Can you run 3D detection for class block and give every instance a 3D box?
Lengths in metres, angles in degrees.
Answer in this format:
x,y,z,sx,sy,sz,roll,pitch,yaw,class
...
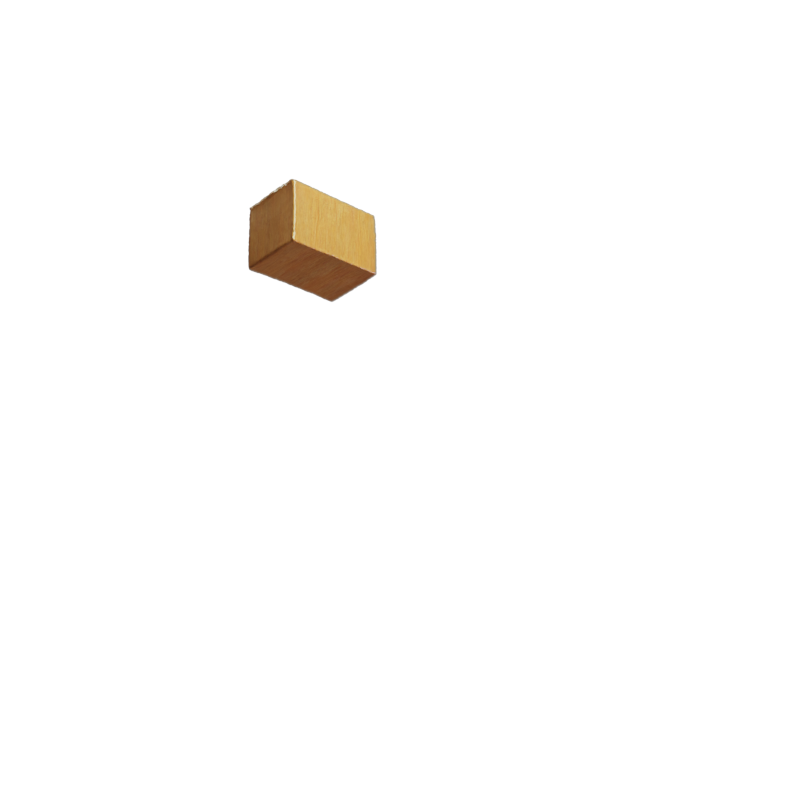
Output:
x,y,z,sx,sy,sz,roll,pitch,yaw,class
-0.061,-0.112,0.784,0.073,0.054,0.053,21,-35,-36,block
